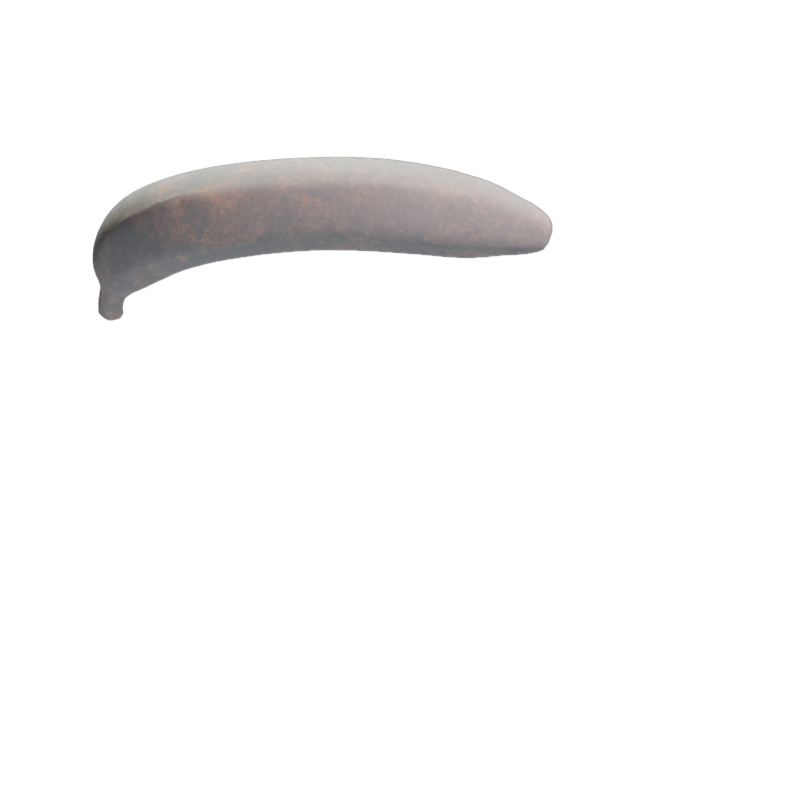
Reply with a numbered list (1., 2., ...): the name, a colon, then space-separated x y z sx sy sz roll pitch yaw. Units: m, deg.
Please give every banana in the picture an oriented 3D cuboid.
1. banana: -0.044 -0.069 0.437 0.201 0.039 0.065 -5 -20 17
